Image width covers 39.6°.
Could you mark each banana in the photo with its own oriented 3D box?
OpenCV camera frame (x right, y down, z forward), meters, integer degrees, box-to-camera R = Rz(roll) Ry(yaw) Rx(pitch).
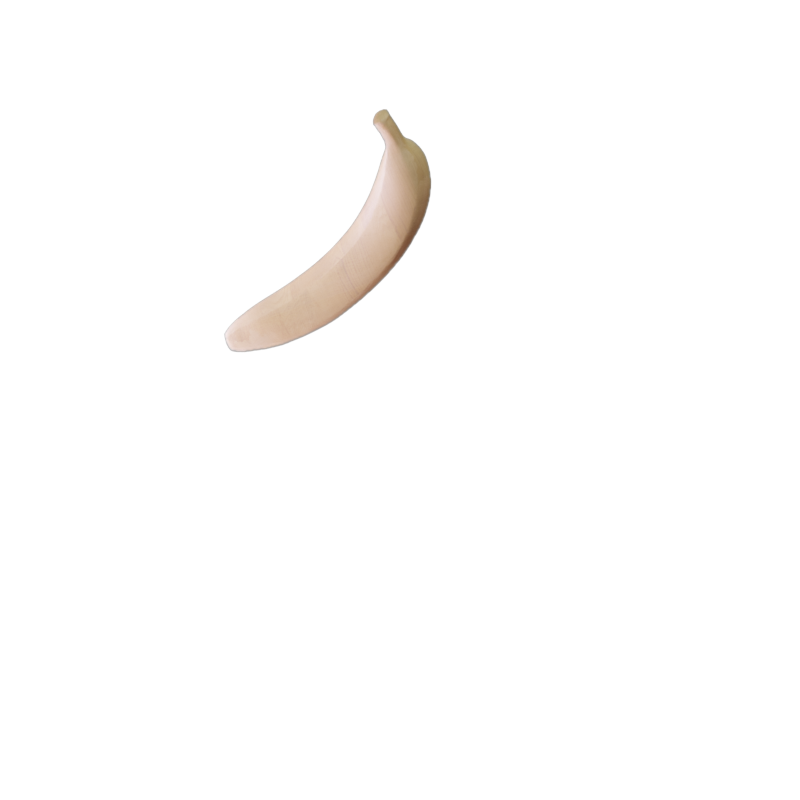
[{"bbox_3d":[-0.036,-0.094,0.692,0.067,0.192,0.039,28,30,-19],"label":"banana"}]
